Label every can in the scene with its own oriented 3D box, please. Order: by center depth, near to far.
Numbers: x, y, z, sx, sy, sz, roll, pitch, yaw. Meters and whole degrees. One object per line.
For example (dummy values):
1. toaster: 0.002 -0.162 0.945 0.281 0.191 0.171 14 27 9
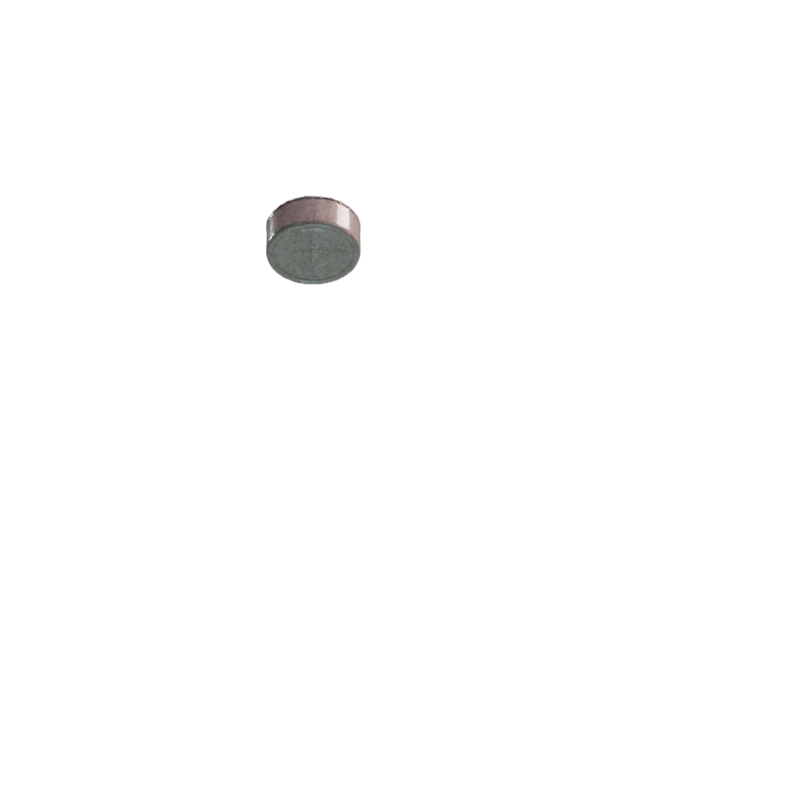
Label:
1. can: -0.077 -0.141 0.990 0.086 0.036 0.080 1 -37 -2
